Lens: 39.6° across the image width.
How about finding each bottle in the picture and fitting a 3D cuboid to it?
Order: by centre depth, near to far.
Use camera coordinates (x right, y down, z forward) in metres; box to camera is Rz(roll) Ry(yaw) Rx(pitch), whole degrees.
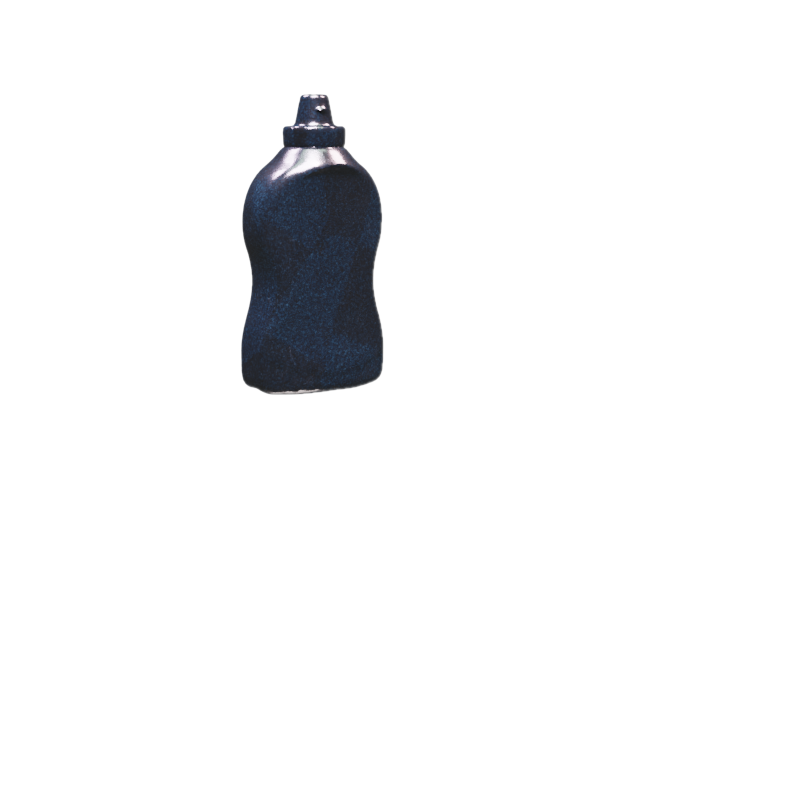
[{"bbox_3d":[-0.057,-0.104,0.730,0.093,0.189,0.061,-4,7,-31],"label":"bottle"}]
